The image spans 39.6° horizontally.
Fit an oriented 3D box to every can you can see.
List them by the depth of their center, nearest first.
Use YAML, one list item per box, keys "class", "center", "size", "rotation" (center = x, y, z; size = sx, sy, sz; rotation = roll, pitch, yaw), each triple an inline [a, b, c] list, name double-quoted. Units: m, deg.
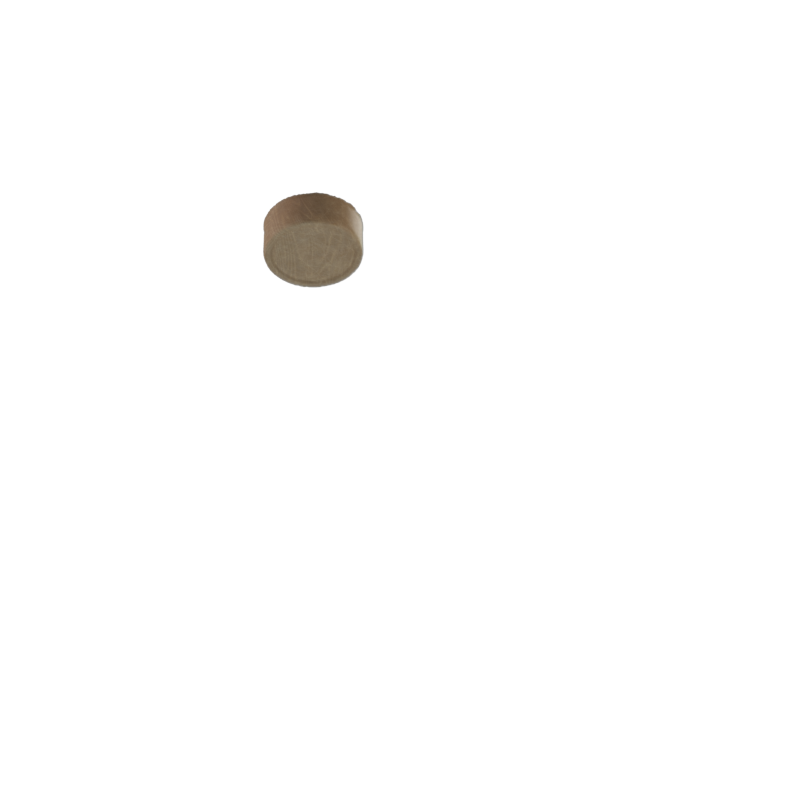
- class: "can"
  center: [-0.073, -0.134, 0.938]
  size: [0.086, 0.036, 0.080]
  rotation: [1, -38, -2]
